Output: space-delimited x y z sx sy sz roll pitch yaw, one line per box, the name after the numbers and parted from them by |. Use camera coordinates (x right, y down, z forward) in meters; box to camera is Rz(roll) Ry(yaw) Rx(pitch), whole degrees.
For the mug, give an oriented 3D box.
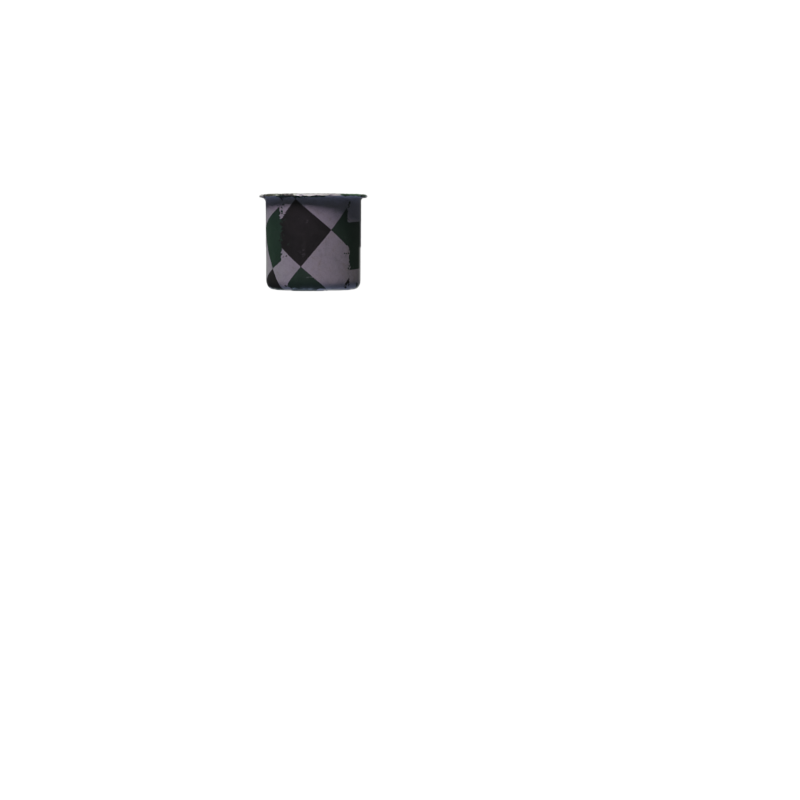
-0.076 -0.138 0.966 0.093 0.081 0.119 0 6 -3 | mug
